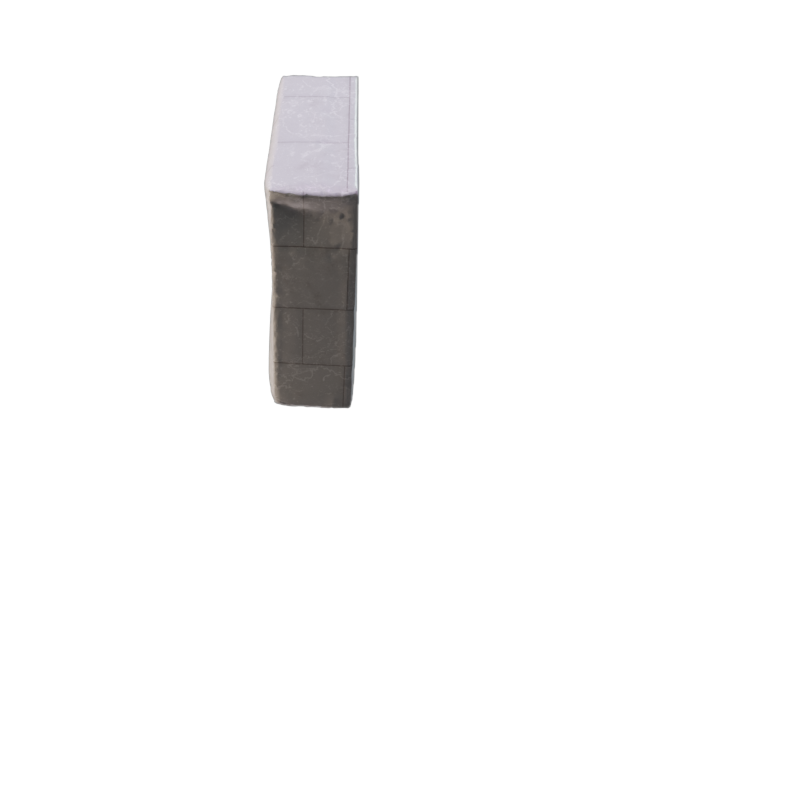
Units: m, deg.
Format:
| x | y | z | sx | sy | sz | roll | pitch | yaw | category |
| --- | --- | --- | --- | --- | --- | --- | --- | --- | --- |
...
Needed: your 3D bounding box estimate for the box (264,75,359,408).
| x | y | z | sx | sy | sz | roll | pitch | yaw | category |
| --- | --- | --- | --- | --- | --- | --- | --- | --- | --- |
| -0.069 | -0.126 | 0.881 | 0.072 | 0.199 | 0.176 | 1 | 41 | -3 | box |
